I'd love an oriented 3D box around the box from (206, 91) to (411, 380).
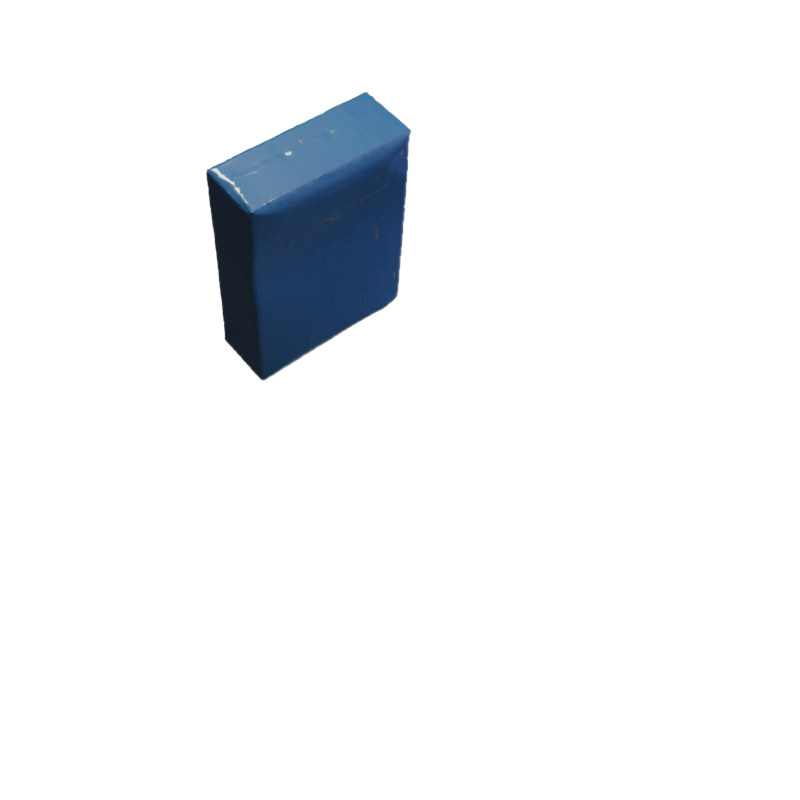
[{"bbox_3d":[-0.075,-0.137,0.958,0.164,0.199,0.077,-32,60,-25],"label":"box"}]
